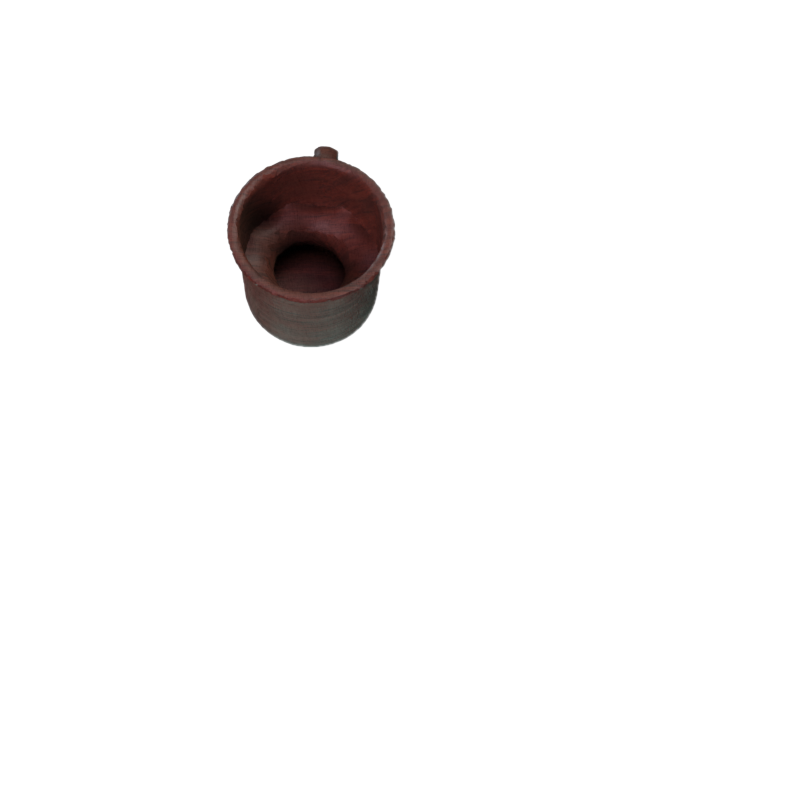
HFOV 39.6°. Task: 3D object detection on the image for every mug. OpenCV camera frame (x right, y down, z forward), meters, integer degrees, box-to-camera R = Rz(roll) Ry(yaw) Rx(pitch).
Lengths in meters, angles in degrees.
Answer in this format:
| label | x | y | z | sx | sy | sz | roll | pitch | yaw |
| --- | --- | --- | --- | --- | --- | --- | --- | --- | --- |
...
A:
| label | x | y | z | sx | sy | sz | roll | pitch | yaw |
| --- | --- | --- | --- | --- | --- | --- | --- | --- | --- |
| mug | -0.051 | -0.093 | 0.653 | 0.093 | 0.124 | 0.077 | 4 | -26 | 0 |
